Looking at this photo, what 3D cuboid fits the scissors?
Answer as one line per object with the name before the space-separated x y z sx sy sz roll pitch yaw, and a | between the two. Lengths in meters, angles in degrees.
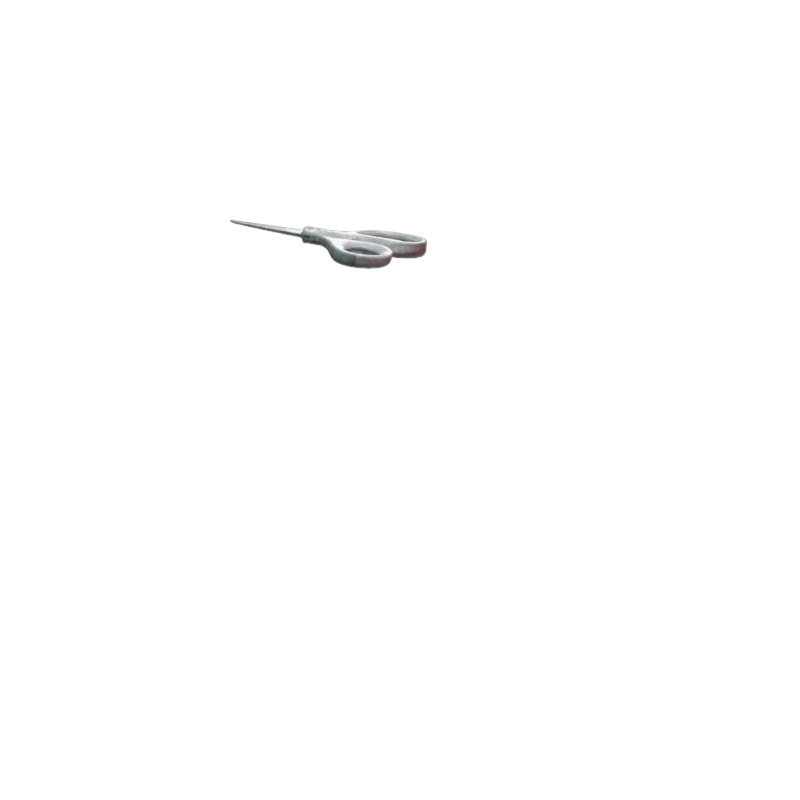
scissors | -0.078 -0.143 0.999 0.207 0.015 0.098 7 23 17
